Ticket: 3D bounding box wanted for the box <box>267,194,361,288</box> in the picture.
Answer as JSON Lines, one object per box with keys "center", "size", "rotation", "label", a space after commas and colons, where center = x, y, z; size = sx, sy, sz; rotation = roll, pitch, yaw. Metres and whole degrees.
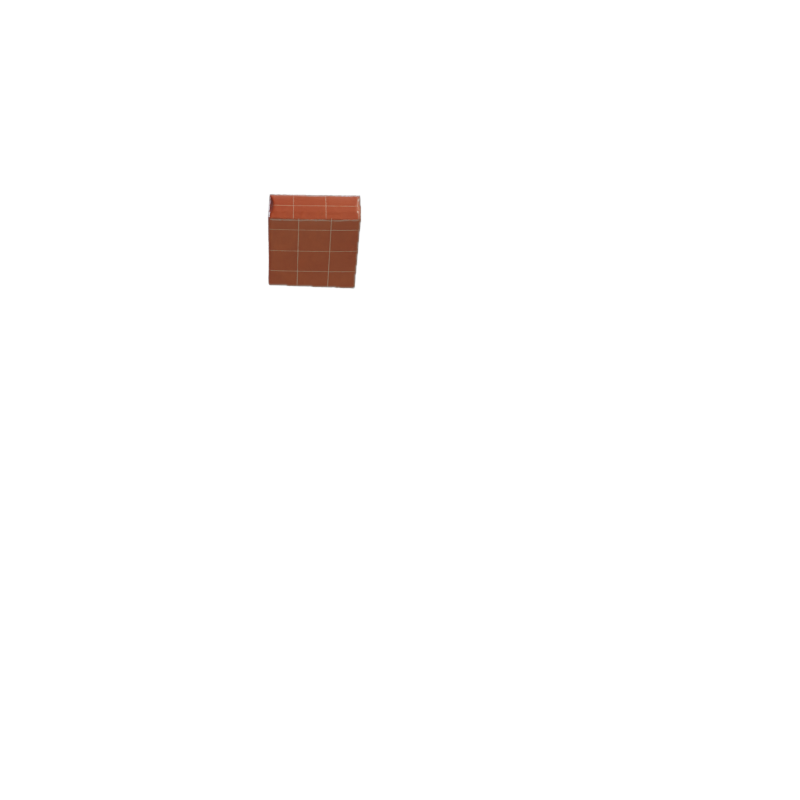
{"center": [-0.071, -0.129, 0.903], "size": [0.073, 0.032, 0.083], "rotation": [2, -36, -3], "label": "box"}
